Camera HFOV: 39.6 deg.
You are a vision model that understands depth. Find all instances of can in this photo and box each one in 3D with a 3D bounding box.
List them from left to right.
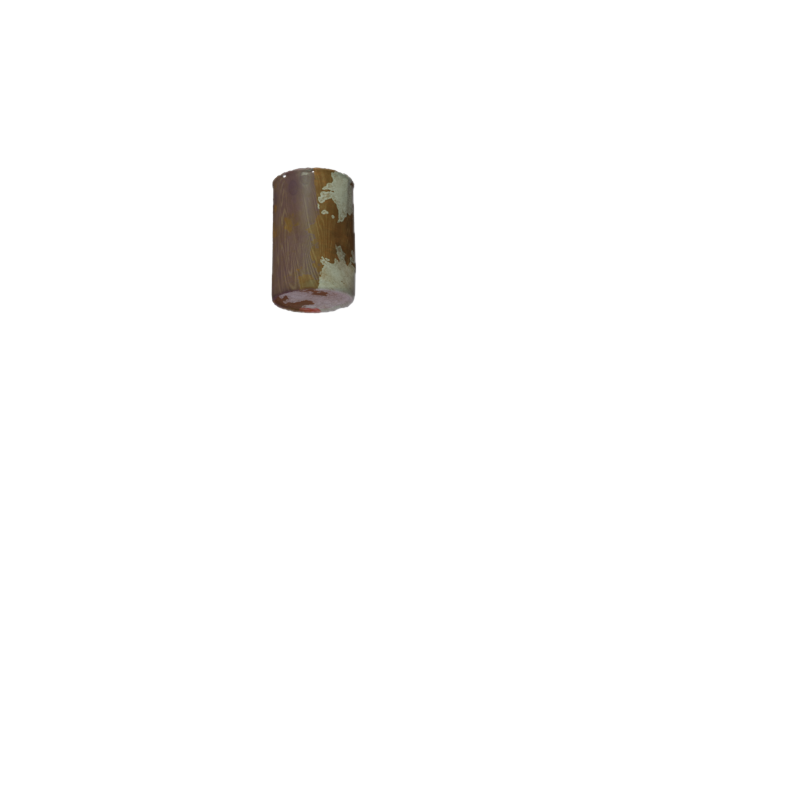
[{"bbox_3d":[-0.070,-0.128,0.898,0.068,0.107,0.066,0,-18,-2],"label":"can"}]
